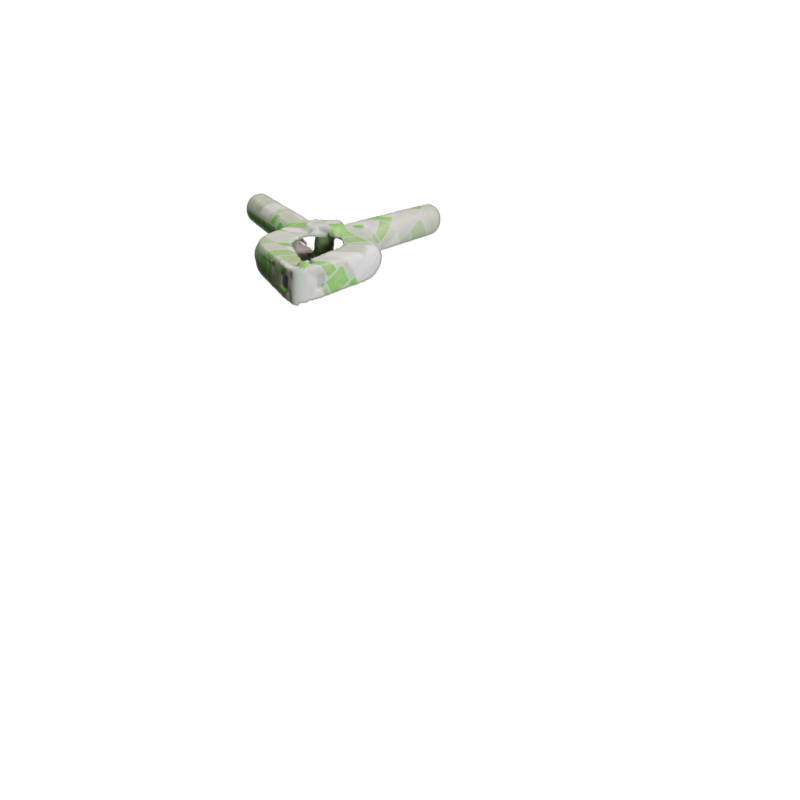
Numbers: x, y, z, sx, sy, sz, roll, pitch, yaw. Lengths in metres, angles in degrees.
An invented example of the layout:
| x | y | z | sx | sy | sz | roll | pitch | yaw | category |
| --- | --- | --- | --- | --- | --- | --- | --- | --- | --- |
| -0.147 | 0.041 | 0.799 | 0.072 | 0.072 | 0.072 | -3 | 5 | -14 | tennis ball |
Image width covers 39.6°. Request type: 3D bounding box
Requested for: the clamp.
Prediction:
| x | y | z | sx | sy | sz | roll | pitch | yaw | category |
| --- | --- | --- | --- | --- | --- | --- | --- | --- | --- |
| -0.068 | -0.123 | 0.863 | 0.168 | 0.035 | 0.215 | 6 | 25 | 13 | clamp |
